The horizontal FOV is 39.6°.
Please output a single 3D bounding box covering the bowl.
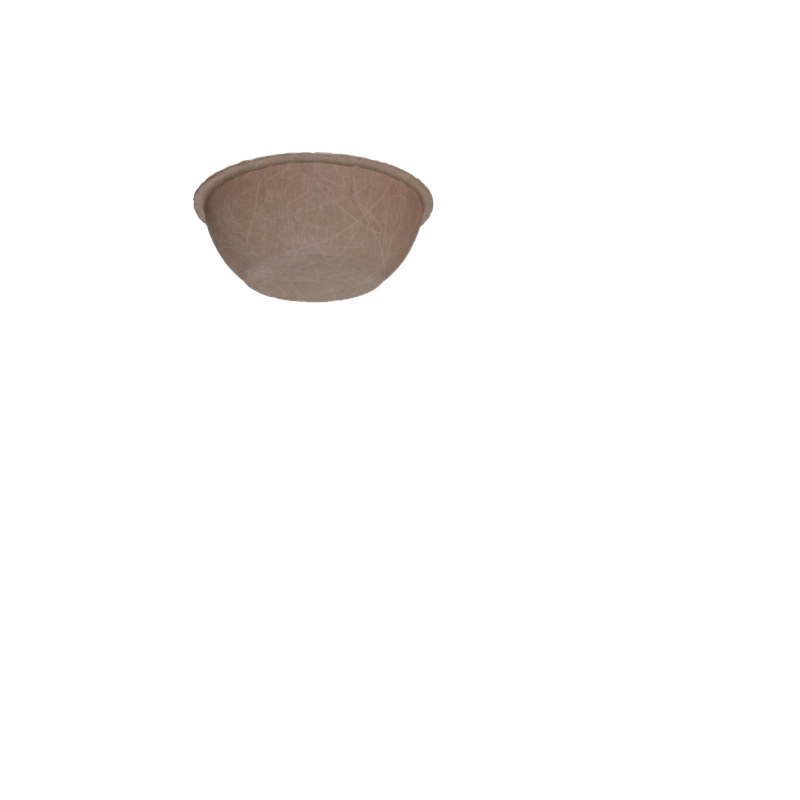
[{"bbox_3d":[-0.058,-0.105,0.736,0.162,0.058,0.155,0,-16,-2],"label":"bowl"}]
